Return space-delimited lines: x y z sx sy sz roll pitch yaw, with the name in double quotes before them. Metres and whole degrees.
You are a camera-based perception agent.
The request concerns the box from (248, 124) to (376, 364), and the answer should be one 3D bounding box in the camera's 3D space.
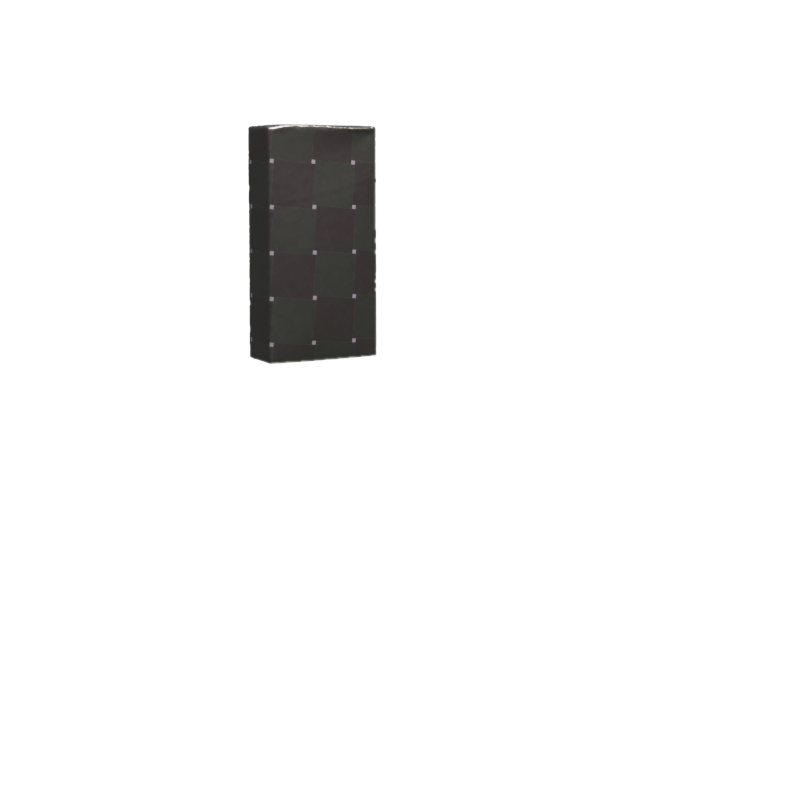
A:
"box" -0.066 -0.120 0.841 0.091 0.174 0.050 -3 7 -28
